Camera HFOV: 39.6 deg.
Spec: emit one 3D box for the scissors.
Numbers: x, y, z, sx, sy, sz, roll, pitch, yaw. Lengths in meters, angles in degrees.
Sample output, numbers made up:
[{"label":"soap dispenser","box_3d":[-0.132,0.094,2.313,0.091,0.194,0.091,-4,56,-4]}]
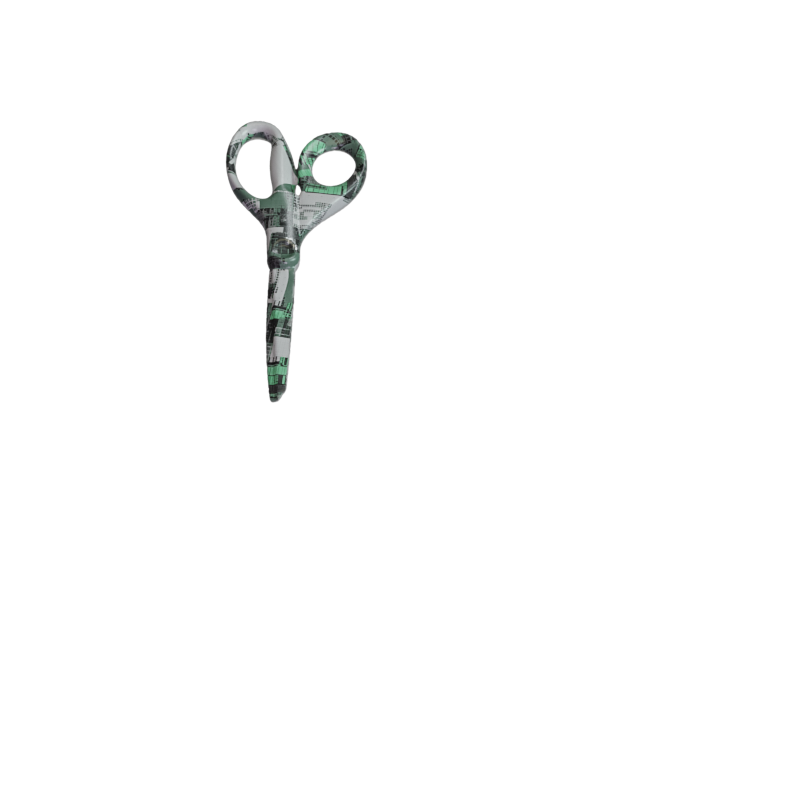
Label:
[{"label":"scissors","box_3d":[-0.051,-0.093,0.649,0.095,0.218,0.015,-13,-35,-9]}]
